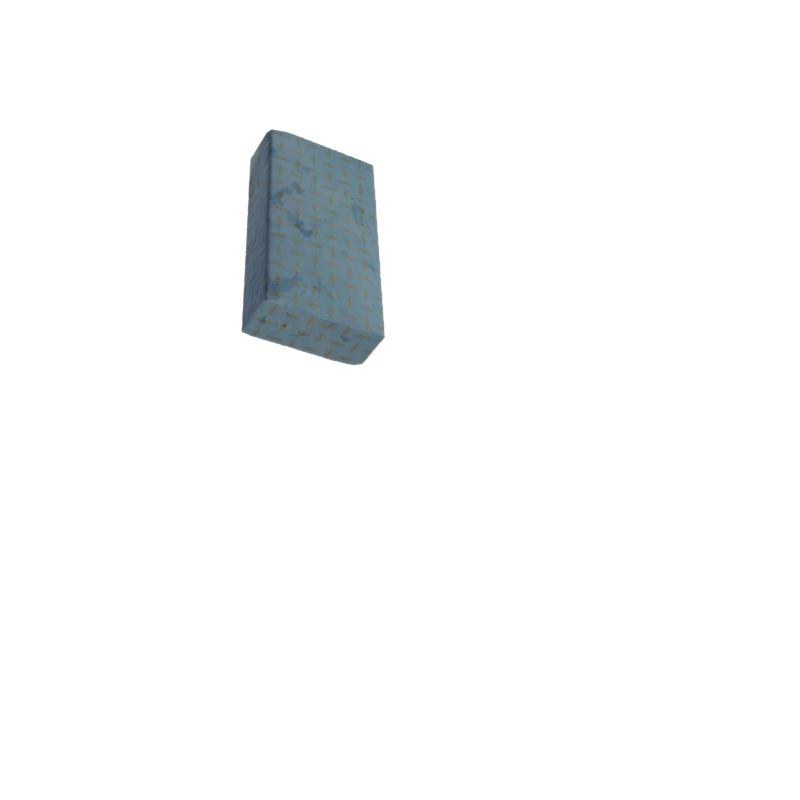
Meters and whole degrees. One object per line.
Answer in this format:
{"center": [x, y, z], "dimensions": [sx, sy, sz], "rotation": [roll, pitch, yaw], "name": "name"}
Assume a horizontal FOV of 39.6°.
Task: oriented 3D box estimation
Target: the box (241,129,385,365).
{"center": [-0.063, -0.115, 0.804], "dimensions": [0.090, 0.189, 0.046], "rotation": [16, -42, -22], "name": "box"}
